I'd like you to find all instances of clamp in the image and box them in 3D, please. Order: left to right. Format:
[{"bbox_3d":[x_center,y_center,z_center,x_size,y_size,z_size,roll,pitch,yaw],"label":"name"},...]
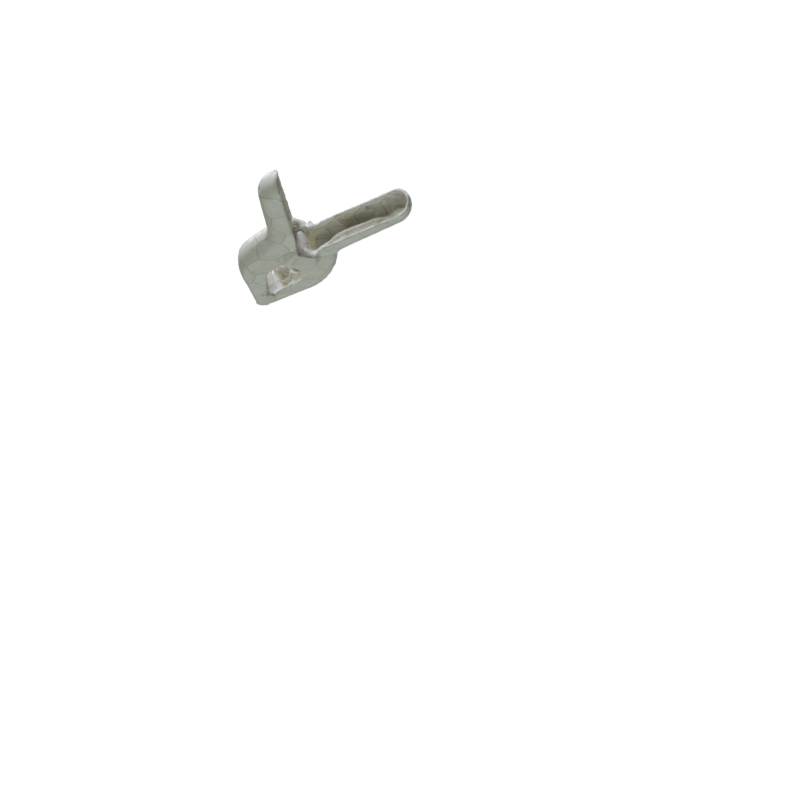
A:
[{"bbox_3d":[-0.068,-0.123,0.865,0.117,0.041,0.166,7,-23,-17],"label":"clamp"}]
